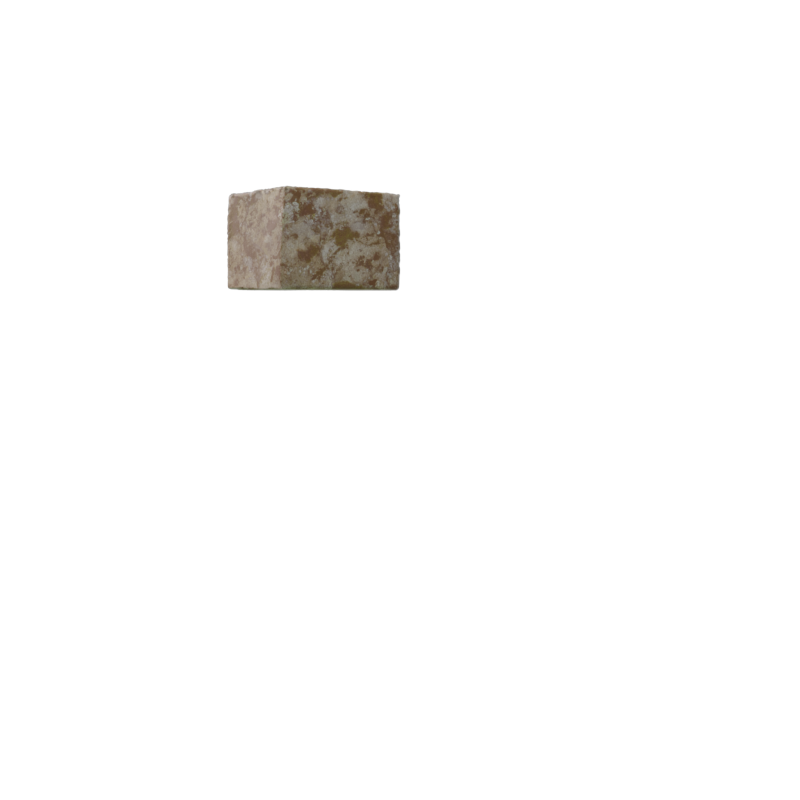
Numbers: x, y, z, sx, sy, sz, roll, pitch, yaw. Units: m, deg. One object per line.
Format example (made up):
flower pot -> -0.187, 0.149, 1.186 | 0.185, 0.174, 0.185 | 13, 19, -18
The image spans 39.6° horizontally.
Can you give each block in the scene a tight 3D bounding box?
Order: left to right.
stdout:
block -> -0.045, -0.083, 0.580 | 0.075, 0.051, 0.055 | -3, 3, -40
